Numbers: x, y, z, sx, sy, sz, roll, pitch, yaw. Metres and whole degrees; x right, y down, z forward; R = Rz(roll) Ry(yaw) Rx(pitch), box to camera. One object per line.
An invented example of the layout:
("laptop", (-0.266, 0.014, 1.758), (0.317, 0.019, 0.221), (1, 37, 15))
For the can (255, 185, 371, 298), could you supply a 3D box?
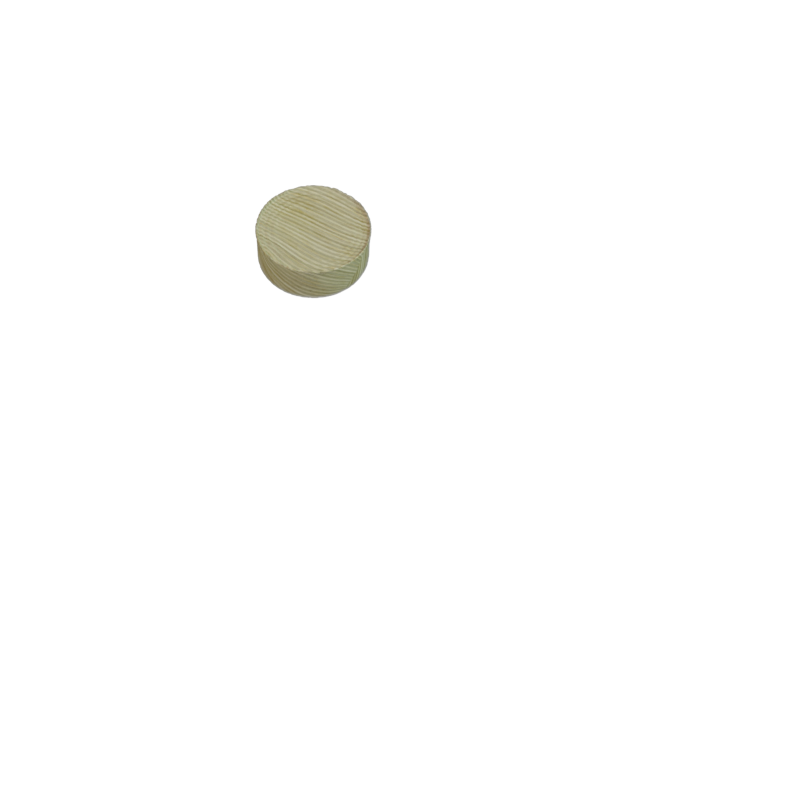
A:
("can", (-0.065, -0.118, 0.827), (0.086, 0.092, 0.031), (-1, -37, -1))
